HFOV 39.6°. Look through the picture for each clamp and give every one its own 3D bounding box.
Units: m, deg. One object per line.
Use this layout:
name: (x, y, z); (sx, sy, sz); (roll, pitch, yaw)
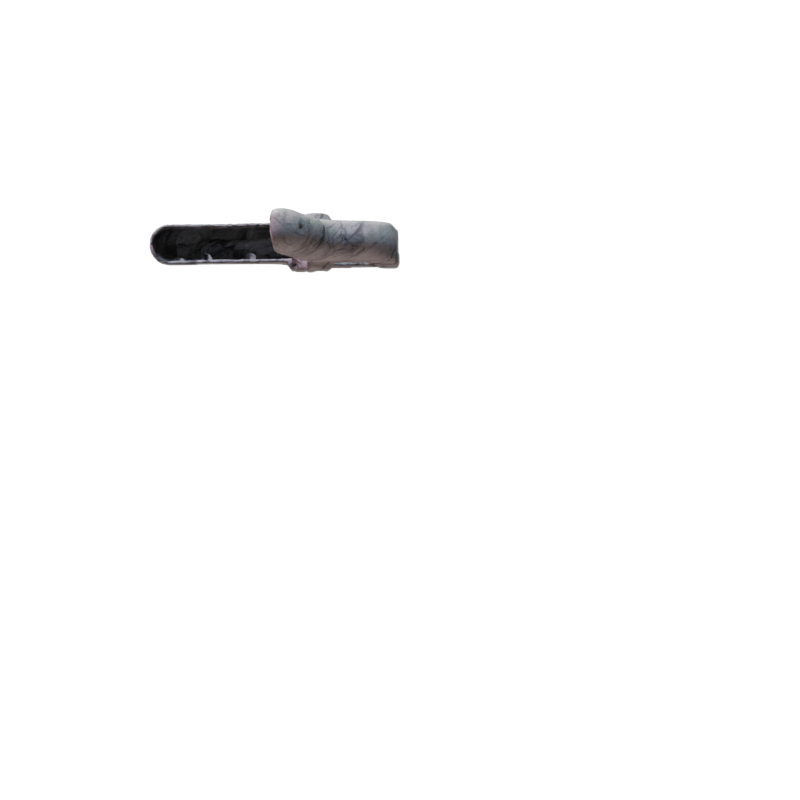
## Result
clamp: (-0.053, -0.098, 0.683); (0.166, 0.039, 0.126); (-7, 11, -38)
